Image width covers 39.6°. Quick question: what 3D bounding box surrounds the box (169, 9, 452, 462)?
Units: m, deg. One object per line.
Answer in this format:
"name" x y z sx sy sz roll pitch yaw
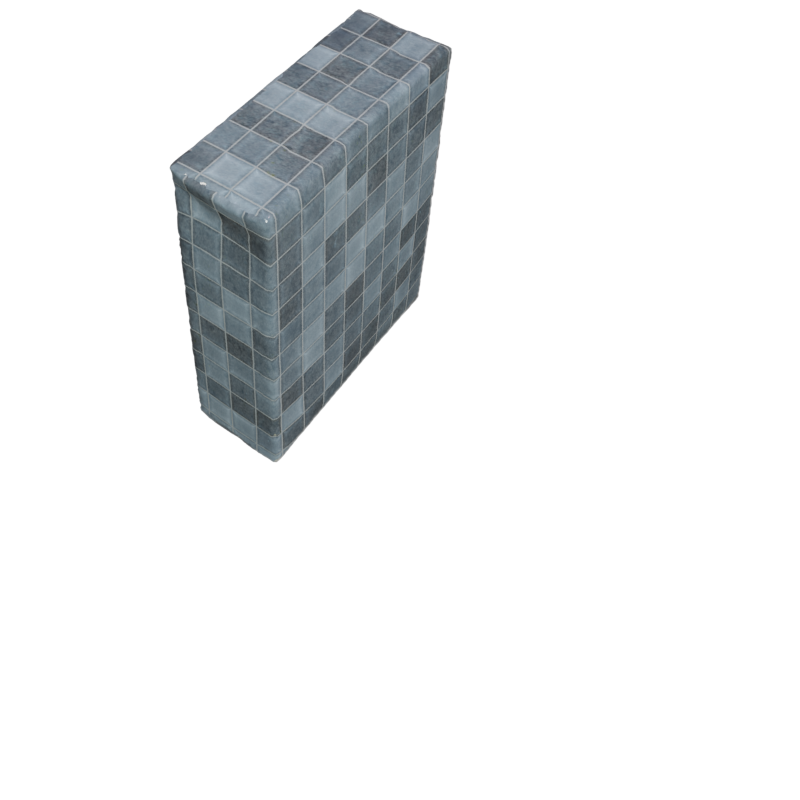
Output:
"box" -0.050 -0.091 0.640 0.075 0.168 0.199 29 -34 17
